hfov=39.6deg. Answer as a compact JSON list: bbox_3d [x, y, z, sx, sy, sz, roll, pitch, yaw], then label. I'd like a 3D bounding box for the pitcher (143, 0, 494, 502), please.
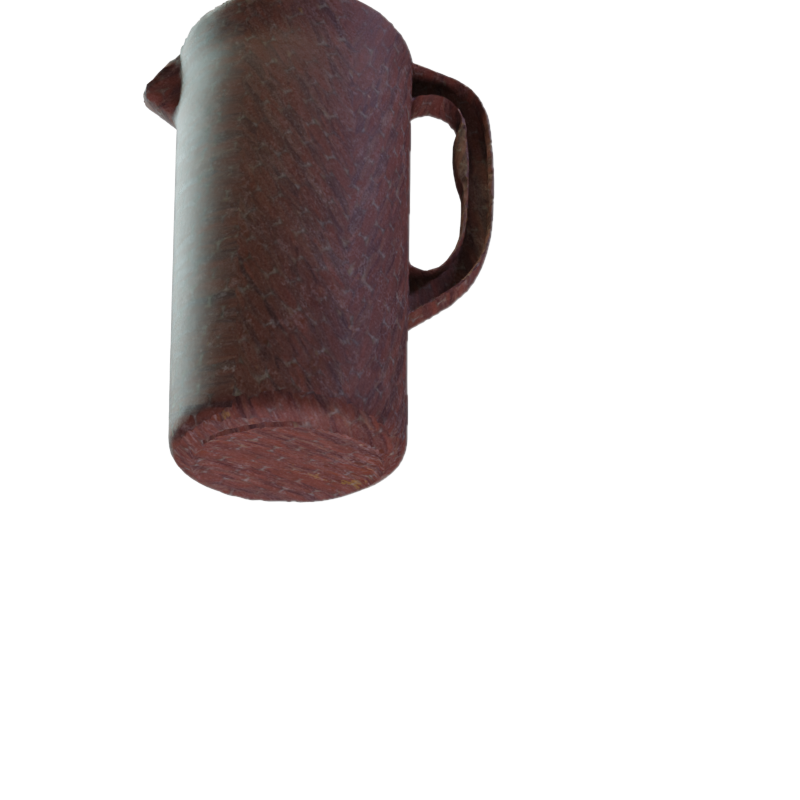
[{"bbox_3d":[-0.044,-0.080,0.561,0.150,0.259,0.135,-25,-38,33],"label":"pitcher"}]
